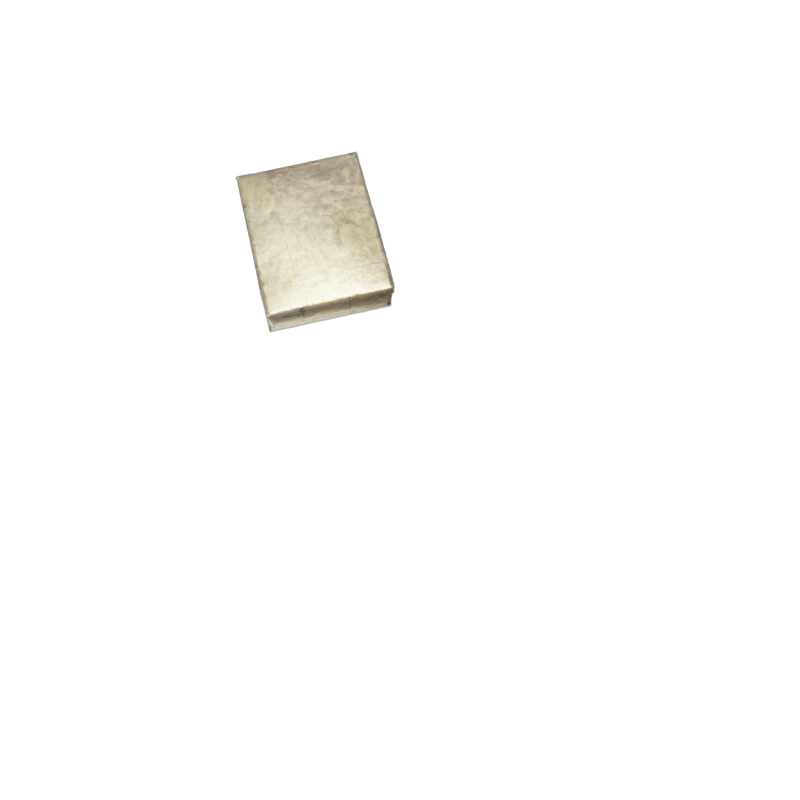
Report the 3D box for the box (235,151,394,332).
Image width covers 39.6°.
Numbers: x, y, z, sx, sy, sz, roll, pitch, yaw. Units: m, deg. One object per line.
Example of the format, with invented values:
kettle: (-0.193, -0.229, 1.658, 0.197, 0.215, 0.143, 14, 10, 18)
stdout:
box: (-0.061, -0.112, 0.782, 0.089, 0.120, 0.037, -13, -24, -6)
